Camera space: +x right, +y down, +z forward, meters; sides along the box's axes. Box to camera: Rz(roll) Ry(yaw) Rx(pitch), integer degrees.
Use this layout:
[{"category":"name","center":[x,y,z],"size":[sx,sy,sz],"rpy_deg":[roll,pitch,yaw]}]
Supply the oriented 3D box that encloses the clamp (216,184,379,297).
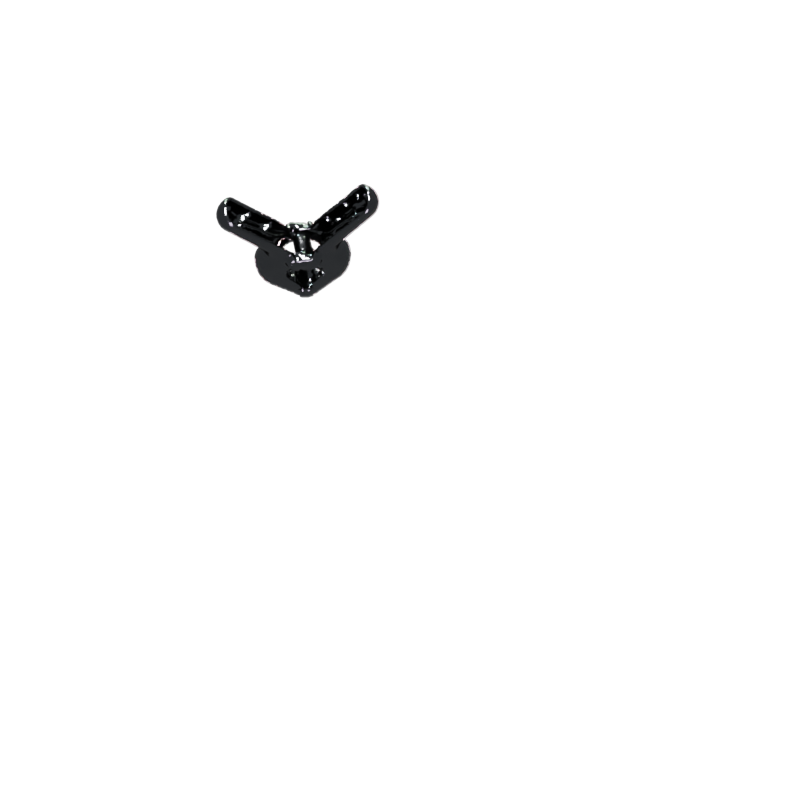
[{"category":"clamp","center":[-0.069,-0.126,0.886],"size":[0.121,0.041,0.163],"rpy_deg":[-2,-14,7]}]
